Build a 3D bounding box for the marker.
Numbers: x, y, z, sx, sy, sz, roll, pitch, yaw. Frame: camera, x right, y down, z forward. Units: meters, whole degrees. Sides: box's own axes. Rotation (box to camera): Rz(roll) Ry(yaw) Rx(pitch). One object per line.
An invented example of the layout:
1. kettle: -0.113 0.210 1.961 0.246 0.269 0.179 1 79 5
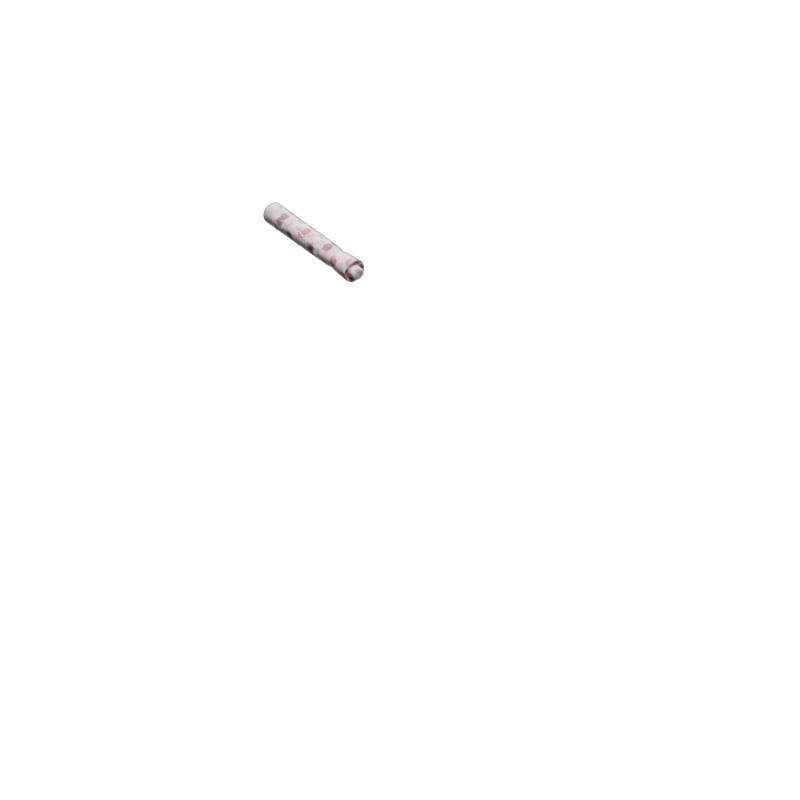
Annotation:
1. marker: -0.068 -0.125 0.874 0.019 0.019 0.130 -3 30 -39
